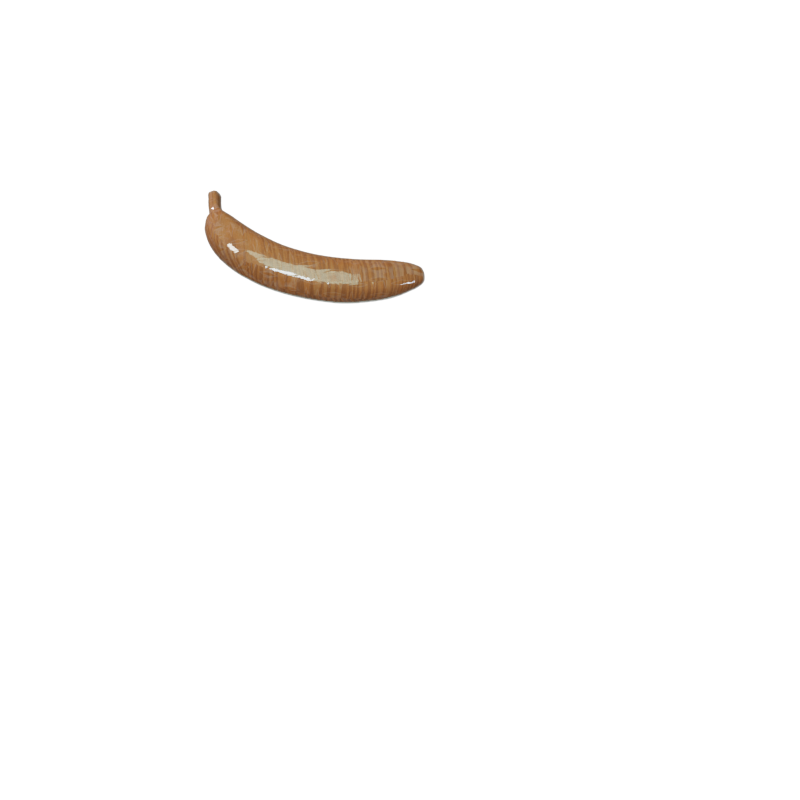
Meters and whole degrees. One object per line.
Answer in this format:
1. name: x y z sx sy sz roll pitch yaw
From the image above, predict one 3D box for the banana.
1. banana: -0.081 -0.115 0.897 0.202 0.072 0.035 23 -25 11
